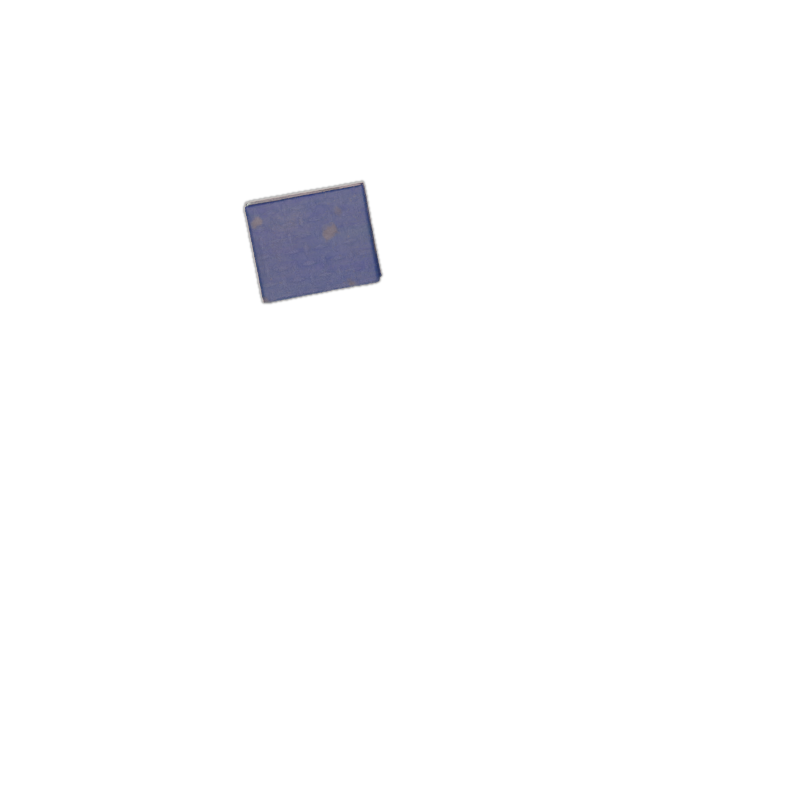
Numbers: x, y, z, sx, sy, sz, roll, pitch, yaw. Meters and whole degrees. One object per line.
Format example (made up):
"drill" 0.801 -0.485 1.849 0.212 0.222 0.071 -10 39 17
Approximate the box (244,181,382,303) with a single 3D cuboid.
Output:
"box" -0.063 -0.115 0.805 0.089 0.071 0.031 -11 9 1
